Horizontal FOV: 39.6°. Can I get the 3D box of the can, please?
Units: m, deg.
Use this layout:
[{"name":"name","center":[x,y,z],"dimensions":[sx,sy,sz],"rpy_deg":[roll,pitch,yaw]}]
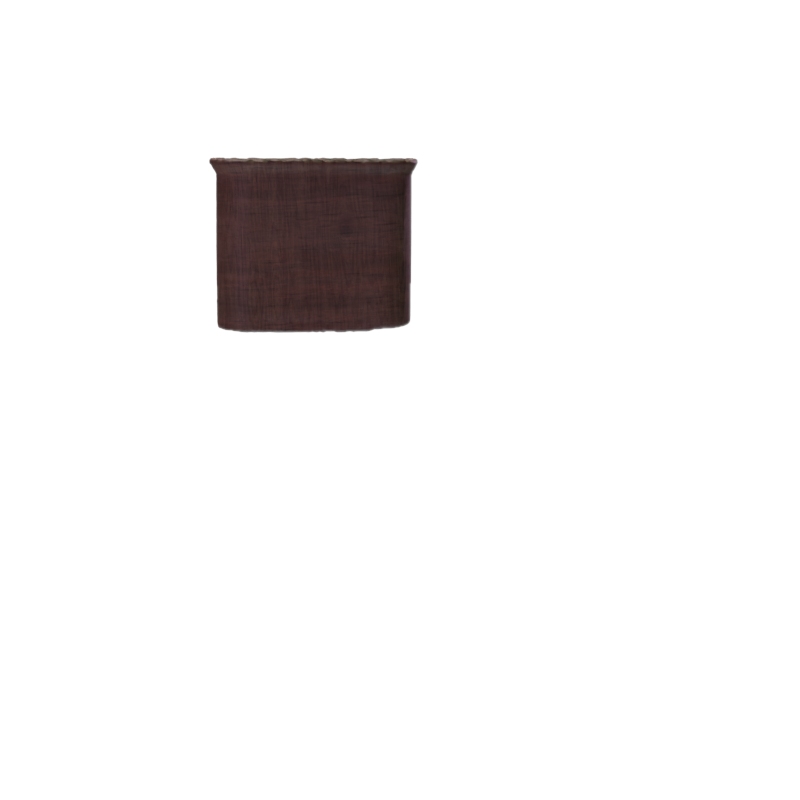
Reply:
[{"name":"can","center":[-0.043,-0.079,0.554],"dimensions":[0.102,0.083,0.059],"rpy_deg":[0,8,-2]}]
